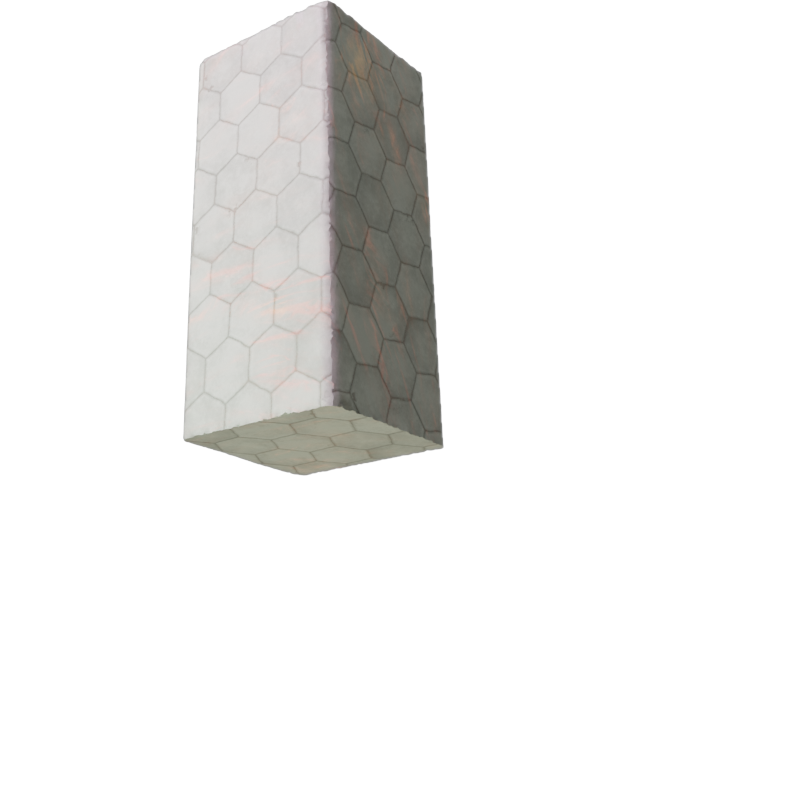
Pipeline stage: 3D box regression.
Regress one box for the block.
[{"bbox_3d":[-0.044,-0.079,0.553,0.092,0.218,0.084,-18,-28,33],"label":"block"}]
